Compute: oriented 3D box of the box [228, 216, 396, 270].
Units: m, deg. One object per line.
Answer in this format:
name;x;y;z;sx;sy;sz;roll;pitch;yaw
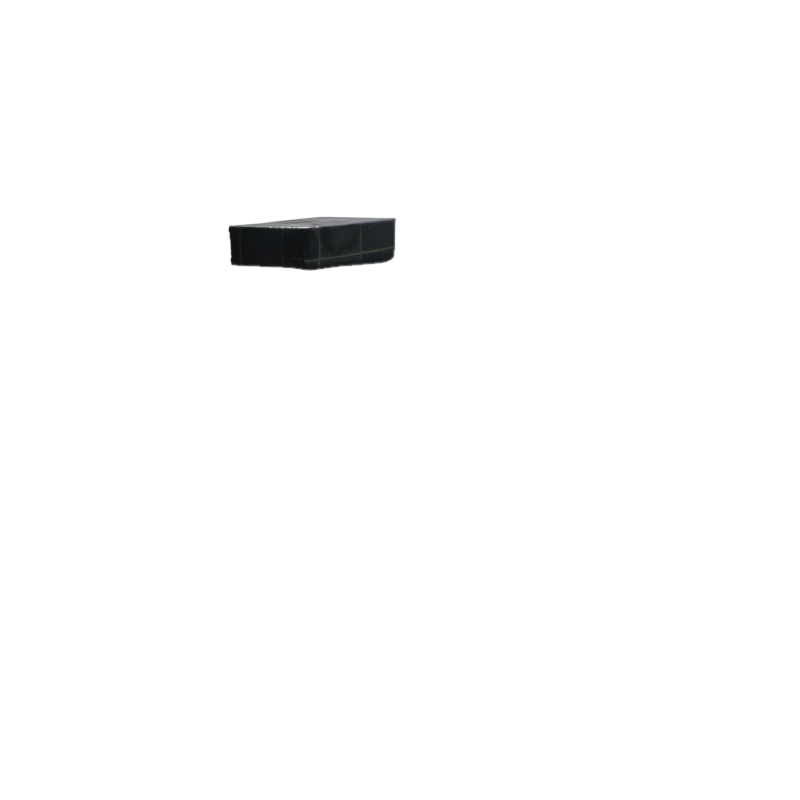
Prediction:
box;-0.072;-0.131;0.919;0.094;0.038;0.110;9;14;40
